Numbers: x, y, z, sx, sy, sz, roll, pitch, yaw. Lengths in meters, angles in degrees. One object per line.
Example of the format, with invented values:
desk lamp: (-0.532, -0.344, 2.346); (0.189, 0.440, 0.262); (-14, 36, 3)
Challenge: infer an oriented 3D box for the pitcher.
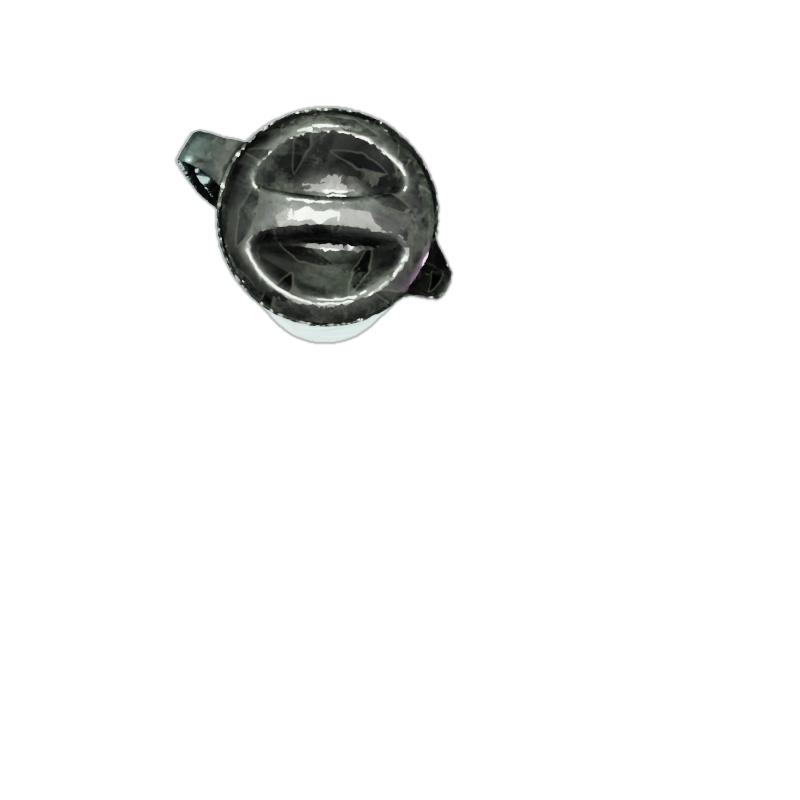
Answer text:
pitcher: (-0.060, -0.110, 0.768); (0.144, 0.152, 0.239); (-17, -4, -5)
